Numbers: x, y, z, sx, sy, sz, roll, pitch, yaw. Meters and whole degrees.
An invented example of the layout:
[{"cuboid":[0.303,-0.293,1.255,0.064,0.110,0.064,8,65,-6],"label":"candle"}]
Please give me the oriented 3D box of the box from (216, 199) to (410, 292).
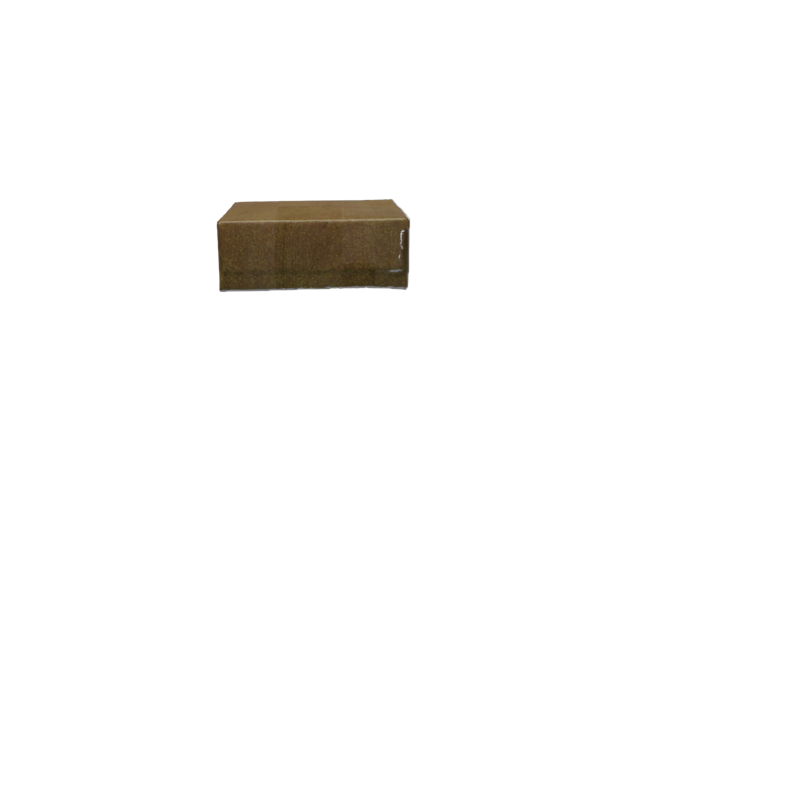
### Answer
[{"cuboid":[-0.044,-0.080,0.563,0.090,0.038,0.116,0,12,-3],"label":"box"}]
